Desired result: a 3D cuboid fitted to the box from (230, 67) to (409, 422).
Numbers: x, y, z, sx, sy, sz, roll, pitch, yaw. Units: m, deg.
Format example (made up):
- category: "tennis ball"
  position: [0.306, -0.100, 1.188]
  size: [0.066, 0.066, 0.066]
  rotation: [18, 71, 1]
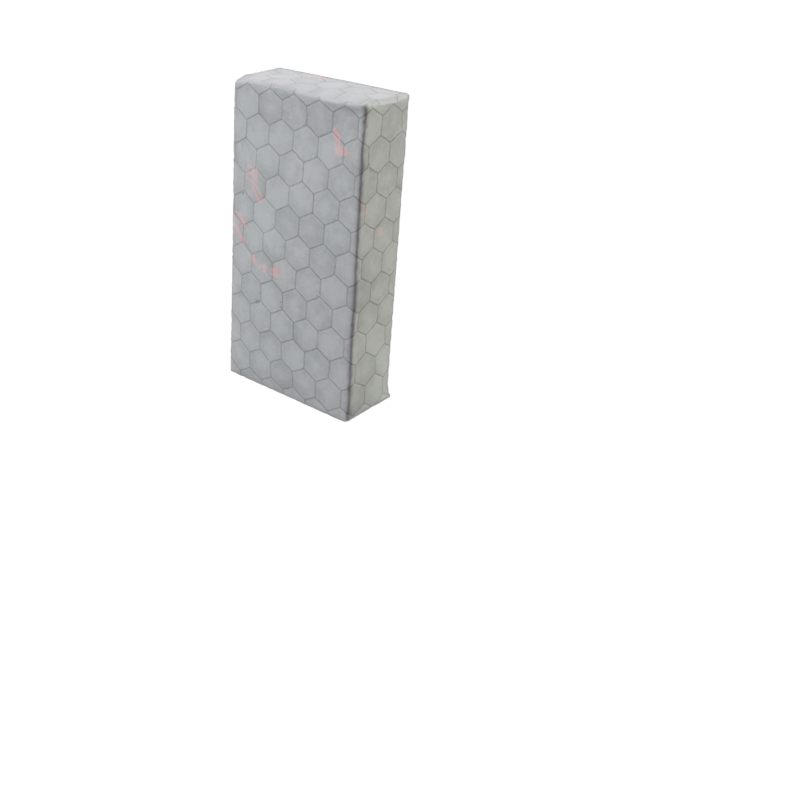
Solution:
- category: "box"
  position: [-0.048, -0.087, 0.607]
  size: [0.099, 0.168, 0.048]
  rotation: [19, 28, 36]
